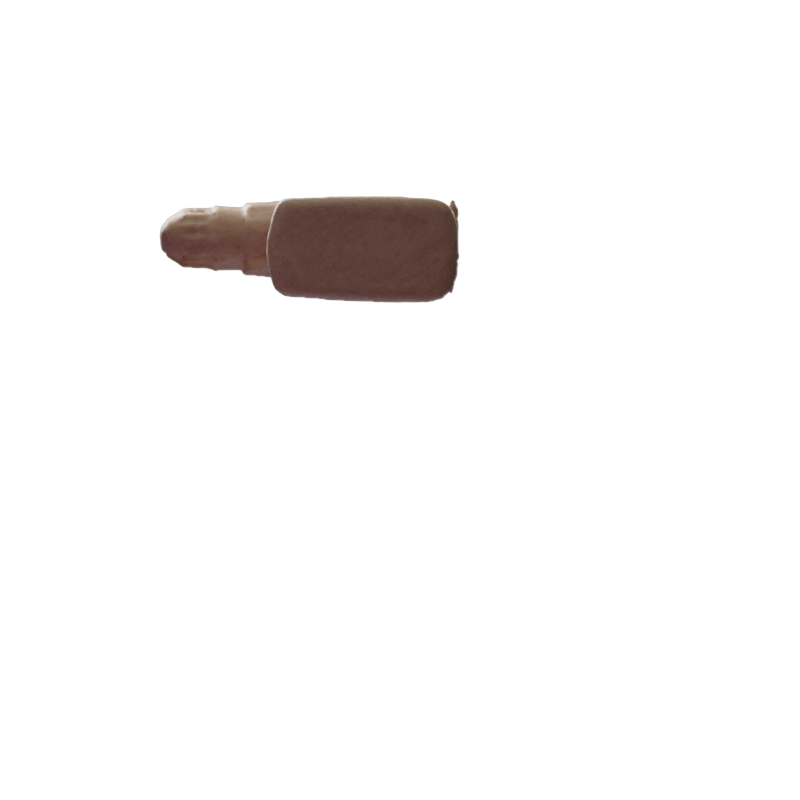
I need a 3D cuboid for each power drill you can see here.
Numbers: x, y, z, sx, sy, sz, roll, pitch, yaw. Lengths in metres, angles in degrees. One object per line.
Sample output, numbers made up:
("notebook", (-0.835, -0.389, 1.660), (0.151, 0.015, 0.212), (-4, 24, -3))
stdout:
("power drill", (-0.053, -0.096, 0.674), (0.182, 0.056, 0.193), (-2, 11, -10))
